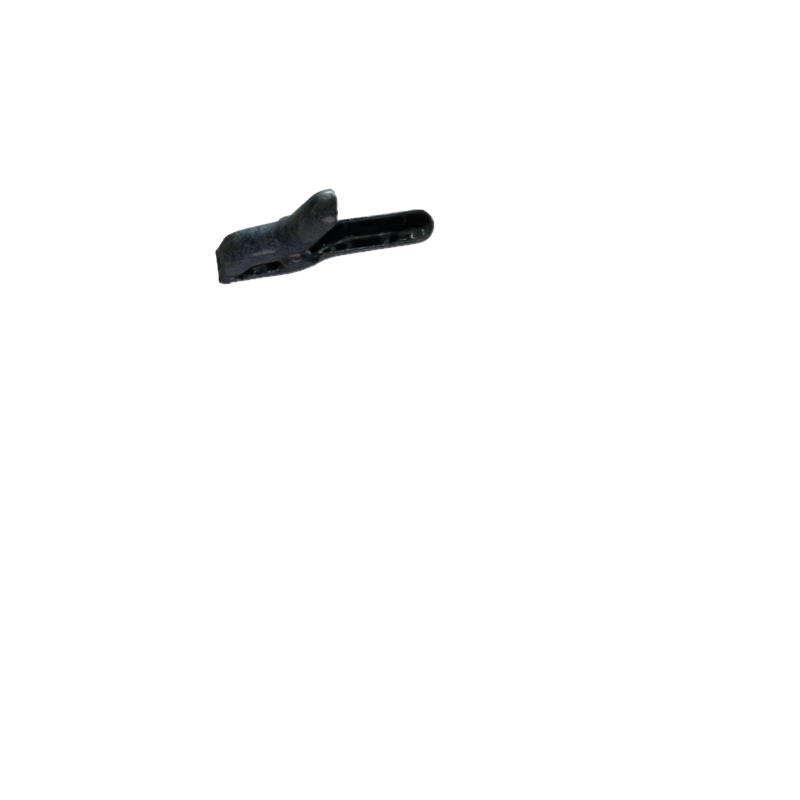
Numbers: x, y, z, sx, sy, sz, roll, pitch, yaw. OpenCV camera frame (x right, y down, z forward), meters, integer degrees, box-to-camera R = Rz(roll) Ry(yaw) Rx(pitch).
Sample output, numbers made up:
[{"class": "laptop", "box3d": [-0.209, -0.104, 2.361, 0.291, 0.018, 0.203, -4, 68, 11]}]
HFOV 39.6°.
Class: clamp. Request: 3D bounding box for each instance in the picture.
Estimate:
[{"class": "clamp", "box3d": [-0.063, -0.116, 0.810, 0.114, 0.040, 0.175, 8, -12, -41]}]
